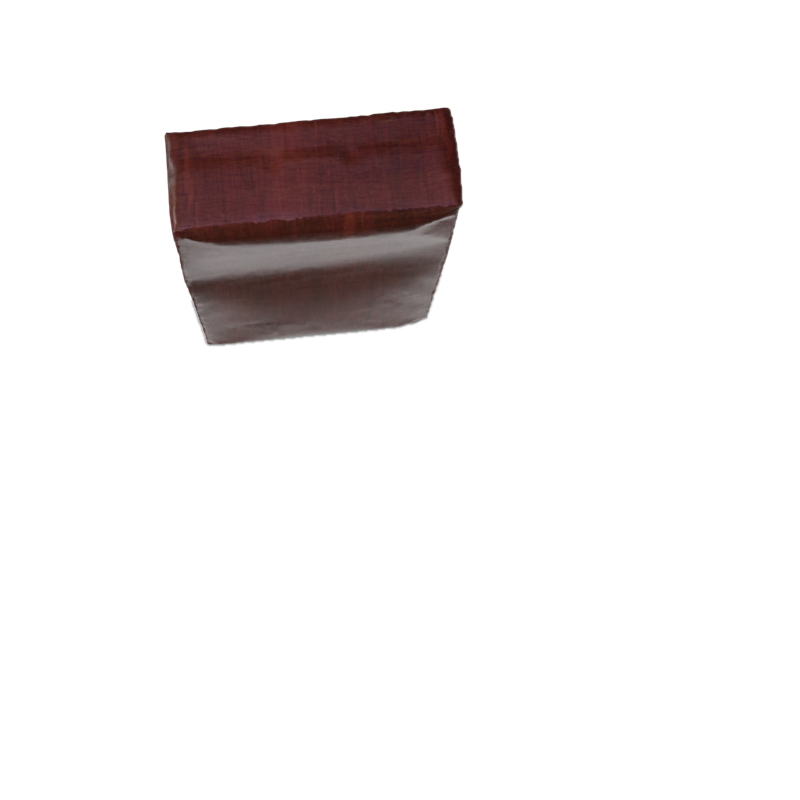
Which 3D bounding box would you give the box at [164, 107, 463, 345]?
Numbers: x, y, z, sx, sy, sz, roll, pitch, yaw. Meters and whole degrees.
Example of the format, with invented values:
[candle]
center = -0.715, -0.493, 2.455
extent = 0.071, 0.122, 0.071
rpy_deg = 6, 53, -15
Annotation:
[box]
center = -0.055, -0.101, 0.708
extent = 0.163, 0.075, 0.205
rpy_deg = -6, -14, -4
